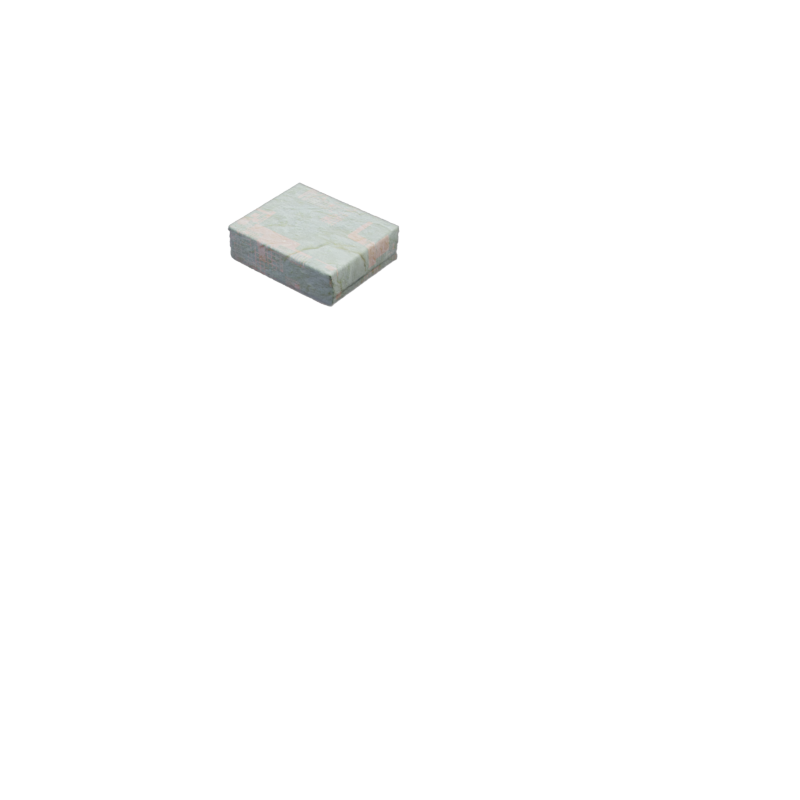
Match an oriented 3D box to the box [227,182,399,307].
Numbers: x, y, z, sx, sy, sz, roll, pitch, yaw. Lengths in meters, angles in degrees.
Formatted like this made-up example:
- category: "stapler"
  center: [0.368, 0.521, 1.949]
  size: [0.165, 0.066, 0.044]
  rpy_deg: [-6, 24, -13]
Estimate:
- category: "box"
  center: [-0.072, -0.131, 0.915]
  size: [0.120, 0.036, 0.091]
  rpy_deg: [28, 48, 28]
